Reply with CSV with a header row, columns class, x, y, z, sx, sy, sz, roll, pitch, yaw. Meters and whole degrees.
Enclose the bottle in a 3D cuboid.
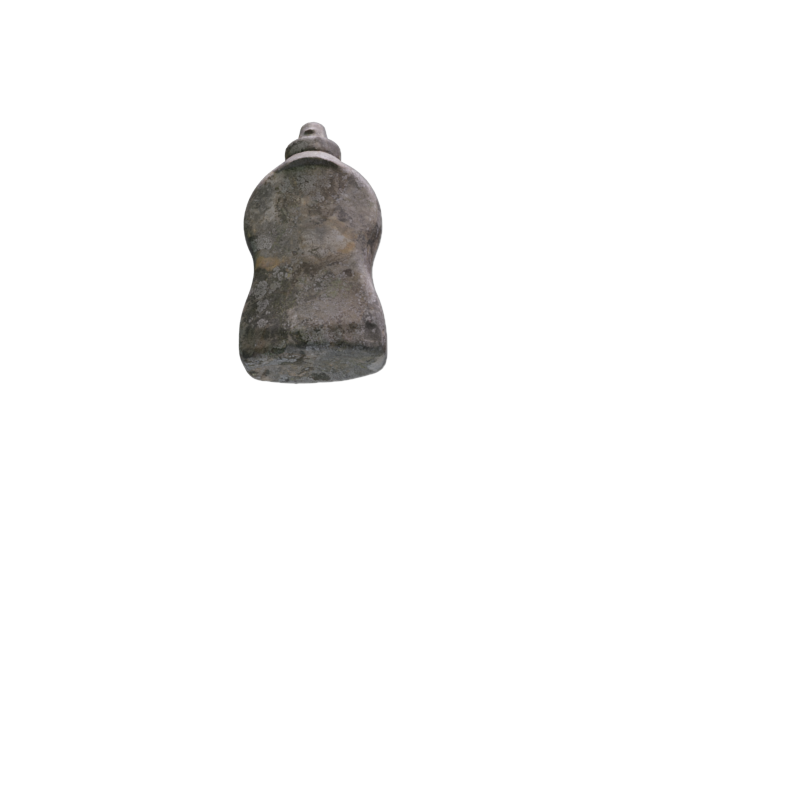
class,x,y,z,sx,sy,sz,roll,pitch,yaw
bottle,-0.060,-0.110,0.766,0.097,0.204,0.054,-6,-28,7
